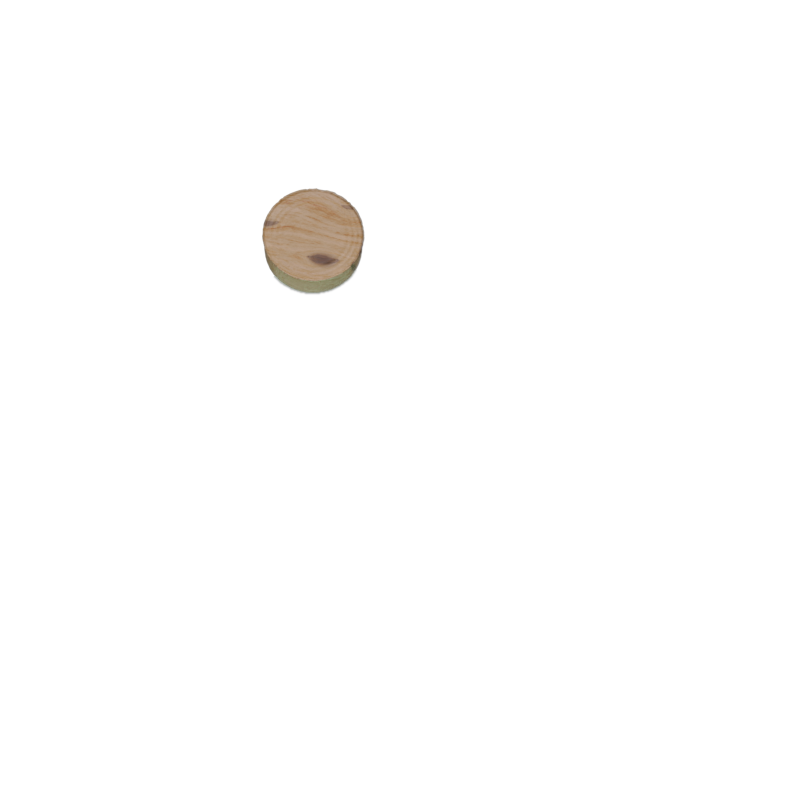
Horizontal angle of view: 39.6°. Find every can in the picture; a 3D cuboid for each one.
[{"bbox_3d":[-0.074,-0.135,0.944,0.086,0.091,0.032,-1,-23,-1],"label":"can"}]
